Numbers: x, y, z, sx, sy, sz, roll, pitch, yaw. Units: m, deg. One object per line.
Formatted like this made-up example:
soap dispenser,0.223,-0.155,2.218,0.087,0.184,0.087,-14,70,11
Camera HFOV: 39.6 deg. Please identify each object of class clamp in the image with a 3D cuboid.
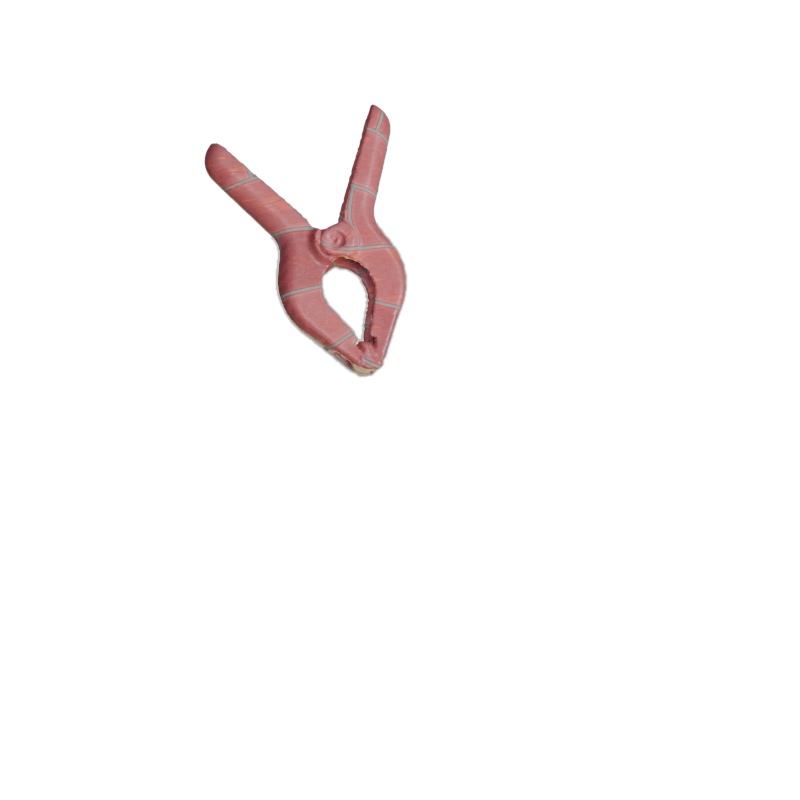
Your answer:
clamp,-0.054,-0.098,0.685,0.120,0.179,0.038,-9,-17,-3
